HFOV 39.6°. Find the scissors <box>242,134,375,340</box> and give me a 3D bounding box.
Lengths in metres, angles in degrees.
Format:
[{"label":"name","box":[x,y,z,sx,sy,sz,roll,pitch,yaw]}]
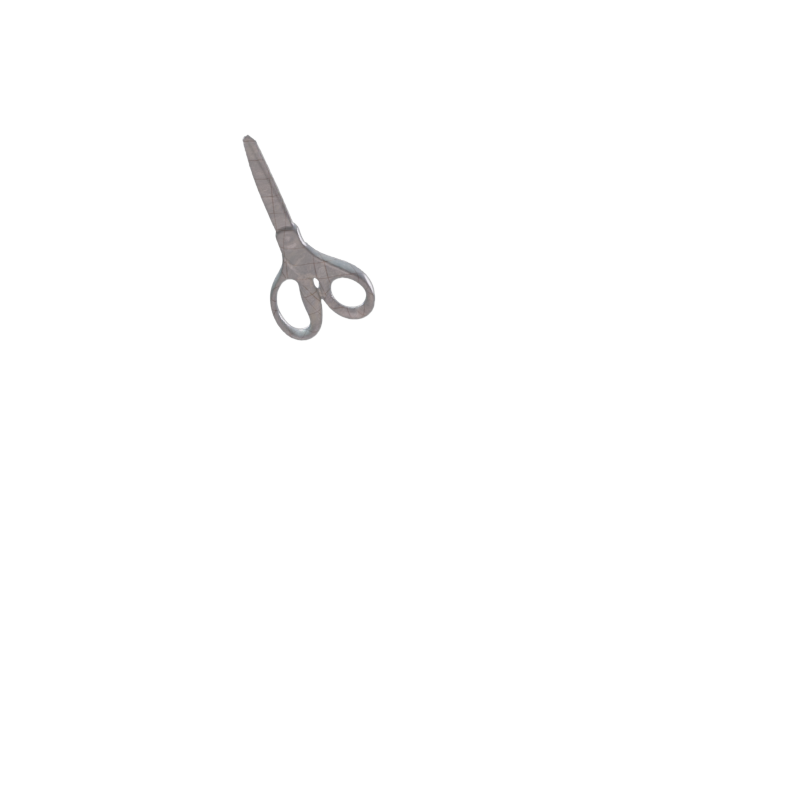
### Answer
[{"label":"scissors","box":[-0.069,-0.126,0.880,0.096,0.188,0.017,0,41,0]}]
